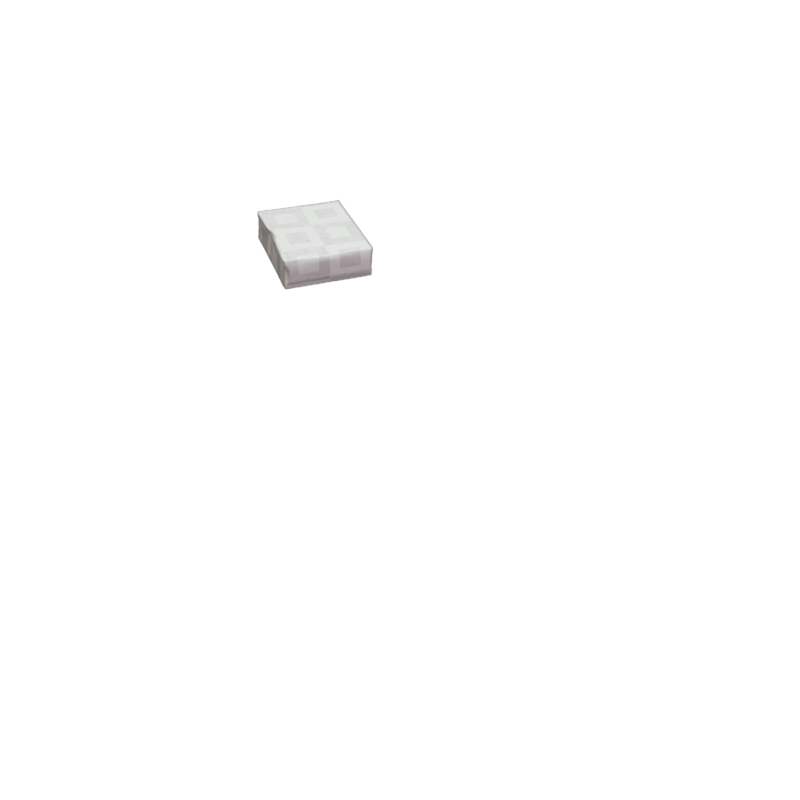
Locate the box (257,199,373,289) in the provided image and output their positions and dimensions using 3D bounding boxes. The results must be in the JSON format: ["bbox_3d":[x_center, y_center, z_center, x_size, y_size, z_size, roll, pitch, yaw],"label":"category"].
[{"bbox_3d":[-0.071,-0.129,0.900,0.072,0.028,0.096,-11,37,-15],"label":"box"}]
